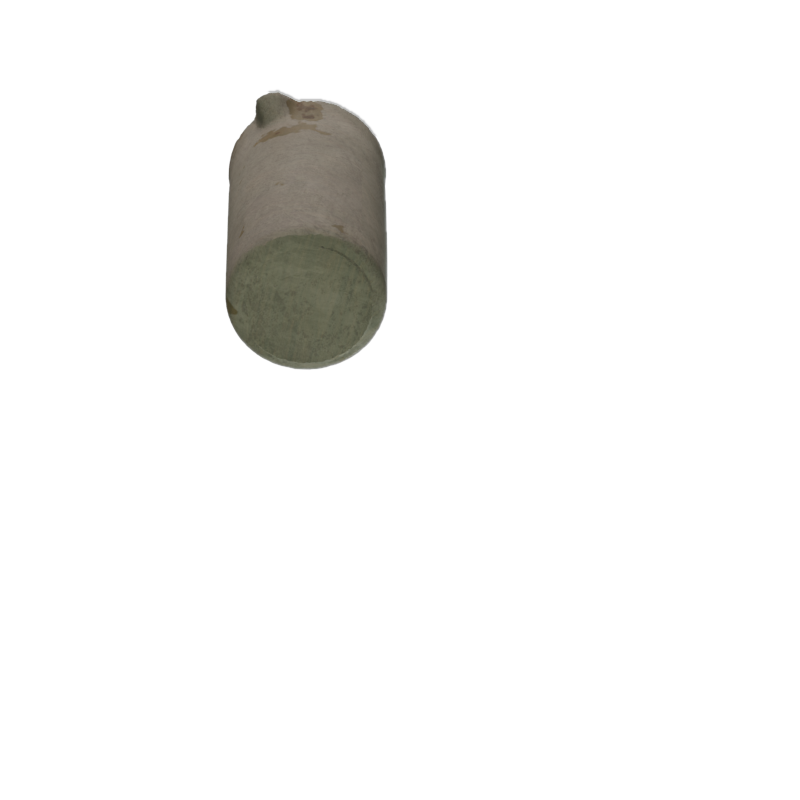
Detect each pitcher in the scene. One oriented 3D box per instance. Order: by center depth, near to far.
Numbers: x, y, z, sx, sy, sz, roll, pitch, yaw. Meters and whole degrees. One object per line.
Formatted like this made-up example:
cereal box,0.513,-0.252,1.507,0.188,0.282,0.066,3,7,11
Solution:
pitcher,-0.066,-0.120,0.840,0.145,0.140,0.258,20,27,-14
